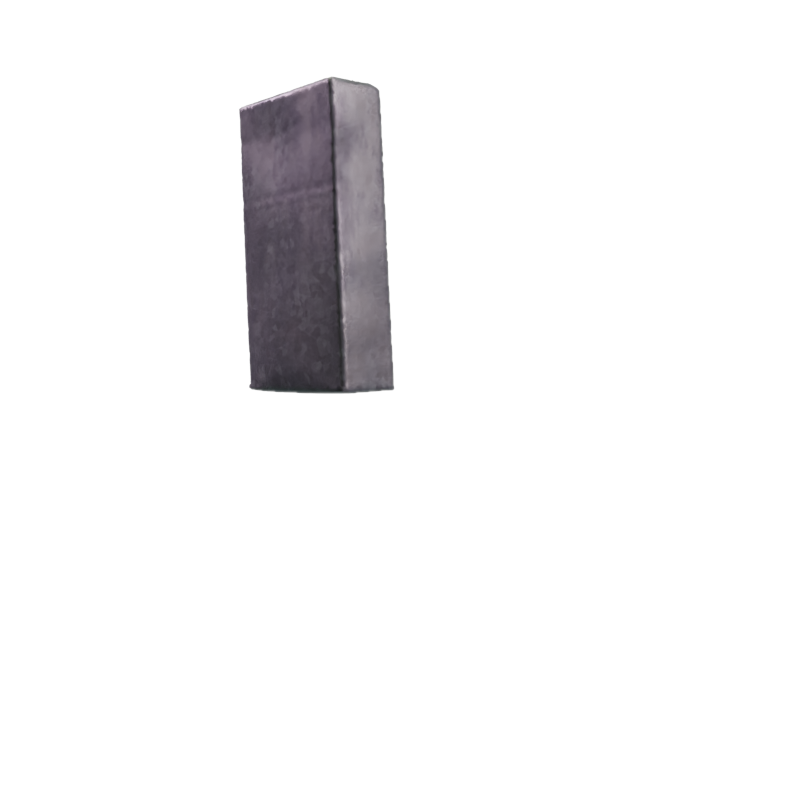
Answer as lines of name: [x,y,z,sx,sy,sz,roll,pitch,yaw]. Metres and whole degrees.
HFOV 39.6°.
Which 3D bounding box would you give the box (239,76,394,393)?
box: [-0.051,-0.093,0.653,0.046,0.179,0.096,5,-7,-41]
